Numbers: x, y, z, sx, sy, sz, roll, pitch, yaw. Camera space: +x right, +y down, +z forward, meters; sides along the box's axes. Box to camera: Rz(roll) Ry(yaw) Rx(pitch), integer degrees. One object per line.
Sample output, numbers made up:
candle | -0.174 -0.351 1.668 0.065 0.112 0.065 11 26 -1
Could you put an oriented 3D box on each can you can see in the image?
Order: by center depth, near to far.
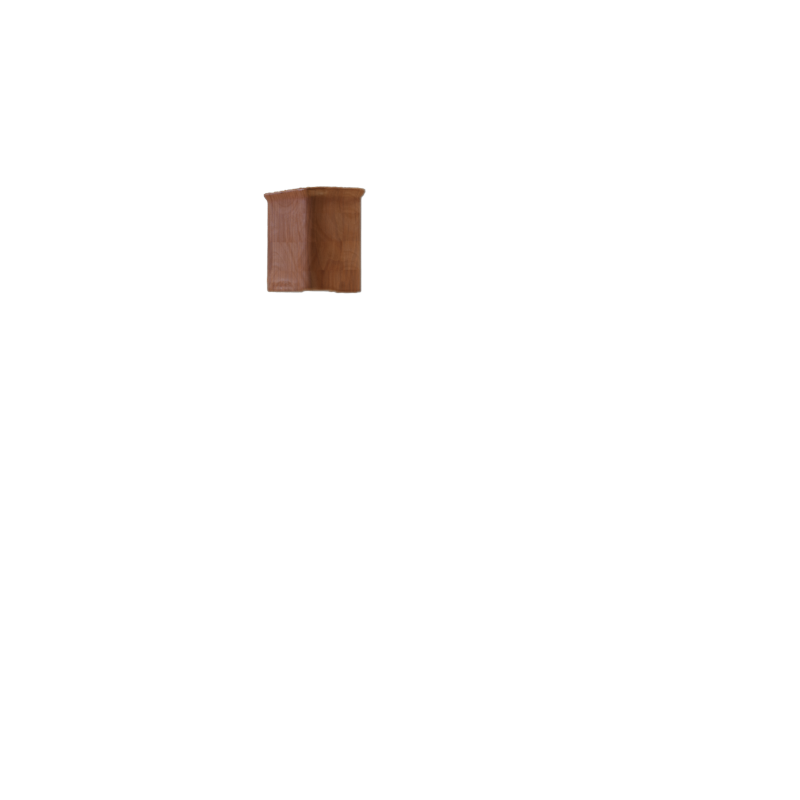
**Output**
can | -0.072 -0.130 0.913 0.056 0.084 0.106 -1 3 -30
